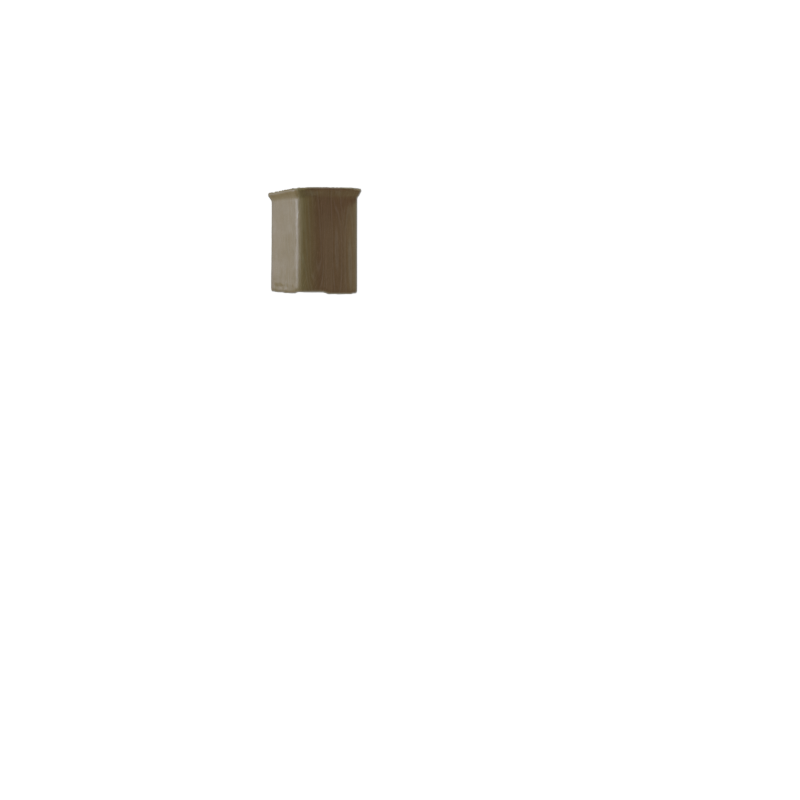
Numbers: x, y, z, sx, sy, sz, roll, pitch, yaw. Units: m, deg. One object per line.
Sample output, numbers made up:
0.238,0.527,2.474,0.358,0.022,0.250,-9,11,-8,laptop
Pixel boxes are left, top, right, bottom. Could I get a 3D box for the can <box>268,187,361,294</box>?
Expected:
-0.071,-0.130,0.909,0.056,0.084,0.105,-1,4,-22,can
